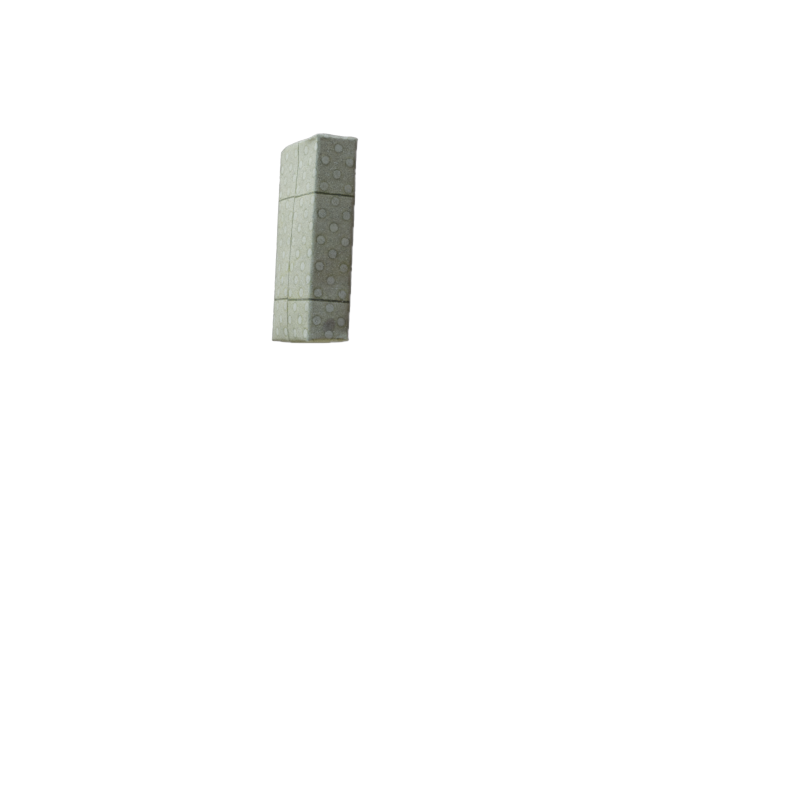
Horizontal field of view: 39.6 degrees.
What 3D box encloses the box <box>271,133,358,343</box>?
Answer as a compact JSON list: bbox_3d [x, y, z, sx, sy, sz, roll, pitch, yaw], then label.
[{"bbox_3d":[-0.076,-0.138,0.968,0.047,0.178,0.095,2,-4,-25],"label":"box"}]
